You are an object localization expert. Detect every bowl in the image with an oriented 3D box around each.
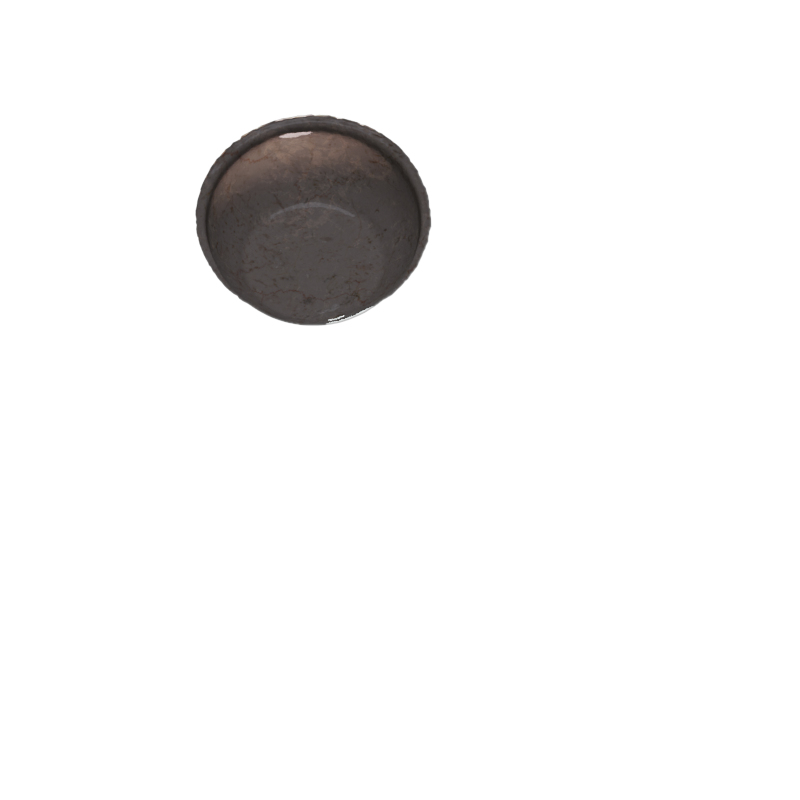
[{"bbox_3d":[-0.058,-0.106,0.739,0.162,0.152,0.059,1,33,-1],"label":"bowl"}]
